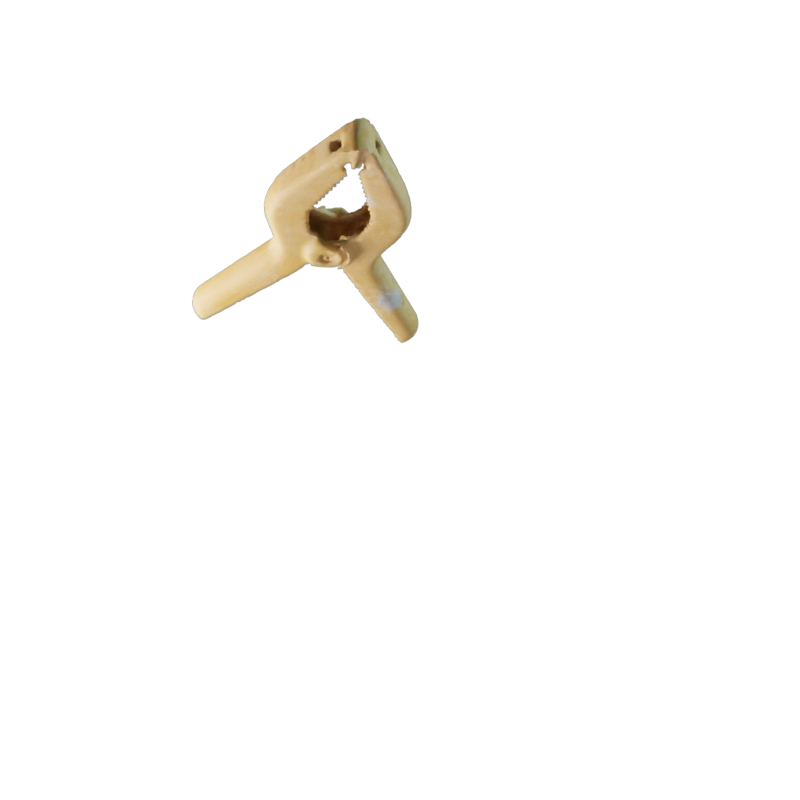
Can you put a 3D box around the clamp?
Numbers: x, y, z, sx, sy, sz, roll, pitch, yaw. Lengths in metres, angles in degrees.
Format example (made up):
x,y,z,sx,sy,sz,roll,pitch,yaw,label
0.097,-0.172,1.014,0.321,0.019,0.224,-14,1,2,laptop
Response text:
x,y,z,sx,sy,sz,roll,pitch,yaw,label
-0.058,-0.105,0.737,0.164,0.039,0.197,3,-33,-5,clamp
